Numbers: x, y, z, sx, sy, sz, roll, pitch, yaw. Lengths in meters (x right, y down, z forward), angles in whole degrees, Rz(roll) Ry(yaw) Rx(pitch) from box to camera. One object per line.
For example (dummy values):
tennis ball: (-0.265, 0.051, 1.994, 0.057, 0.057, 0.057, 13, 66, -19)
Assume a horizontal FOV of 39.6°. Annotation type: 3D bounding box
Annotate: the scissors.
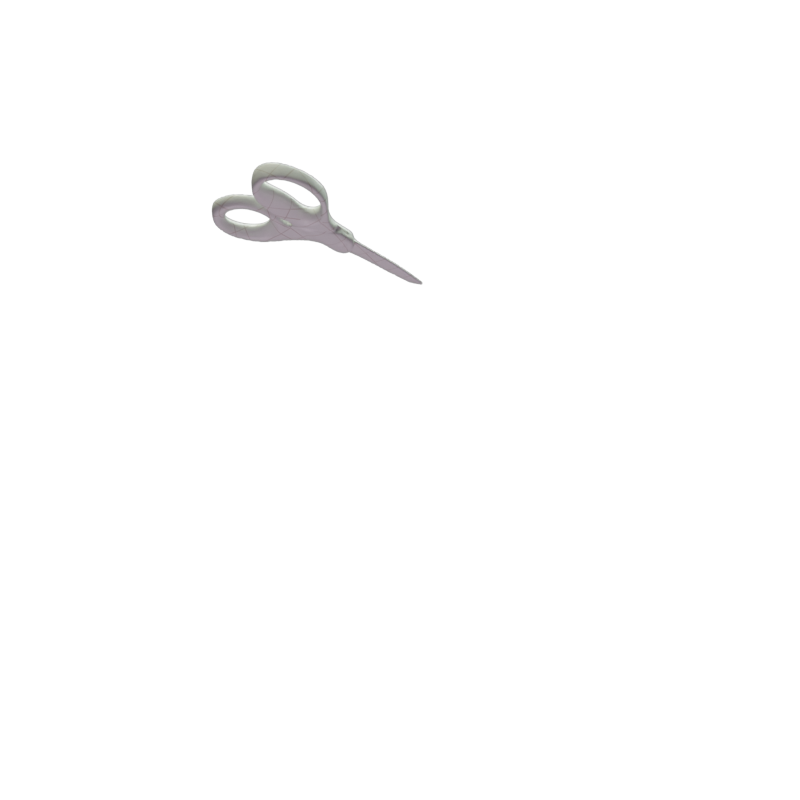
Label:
scissors: (-0.066, -0.121, 0.844, 0.098, 0.017, 0.187, -12, -27, 24)
